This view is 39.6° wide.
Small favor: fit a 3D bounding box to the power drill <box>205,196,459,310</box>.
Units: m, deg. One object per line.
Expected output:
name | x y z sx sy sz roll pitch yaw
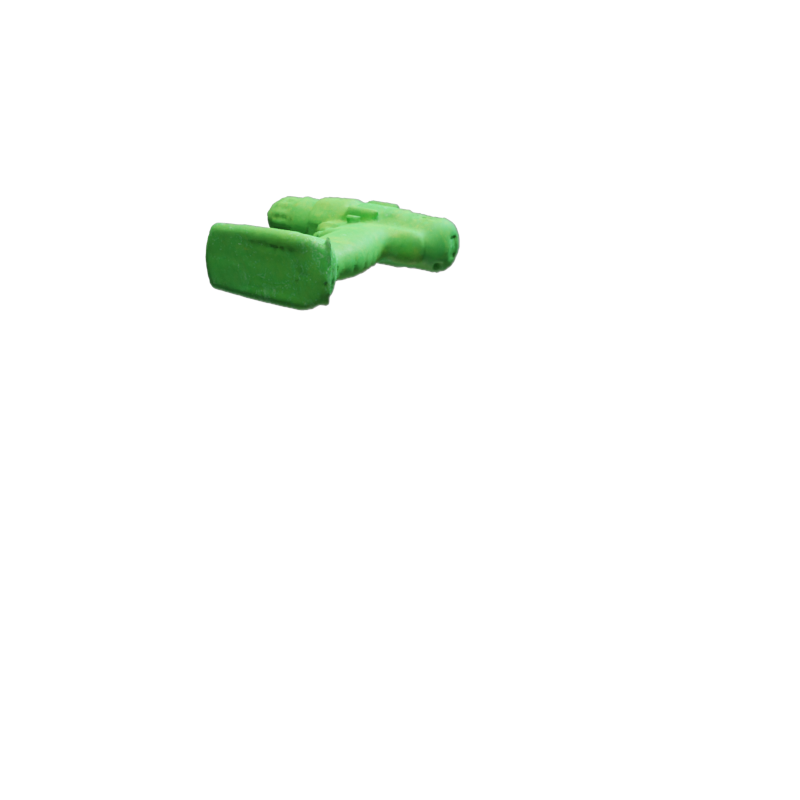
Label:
power drill | -0.070 -0.128 0.894 0.193 0.055 0.186 12 23 30
